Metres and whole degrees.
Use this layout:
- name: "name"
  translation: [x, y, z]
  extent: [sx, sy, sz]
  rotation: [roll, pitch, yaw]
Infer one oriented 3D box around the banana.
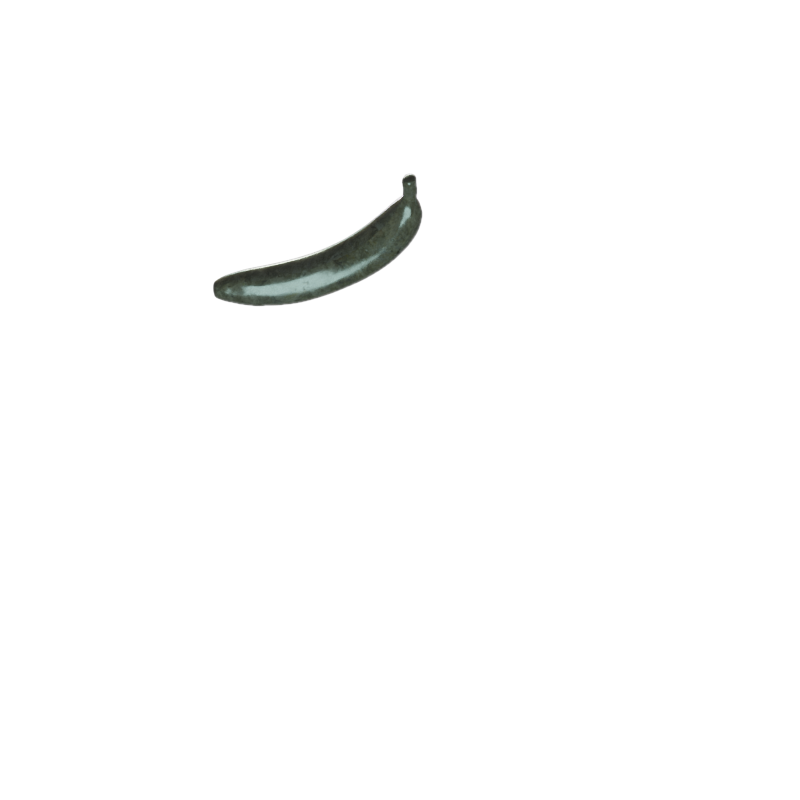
- name: "banana"
  translation: [-0.056, -0.117, 0.896]
  extent: [0.198, 0.065, 0.039]
  rotation: [-27, 34, 20]
